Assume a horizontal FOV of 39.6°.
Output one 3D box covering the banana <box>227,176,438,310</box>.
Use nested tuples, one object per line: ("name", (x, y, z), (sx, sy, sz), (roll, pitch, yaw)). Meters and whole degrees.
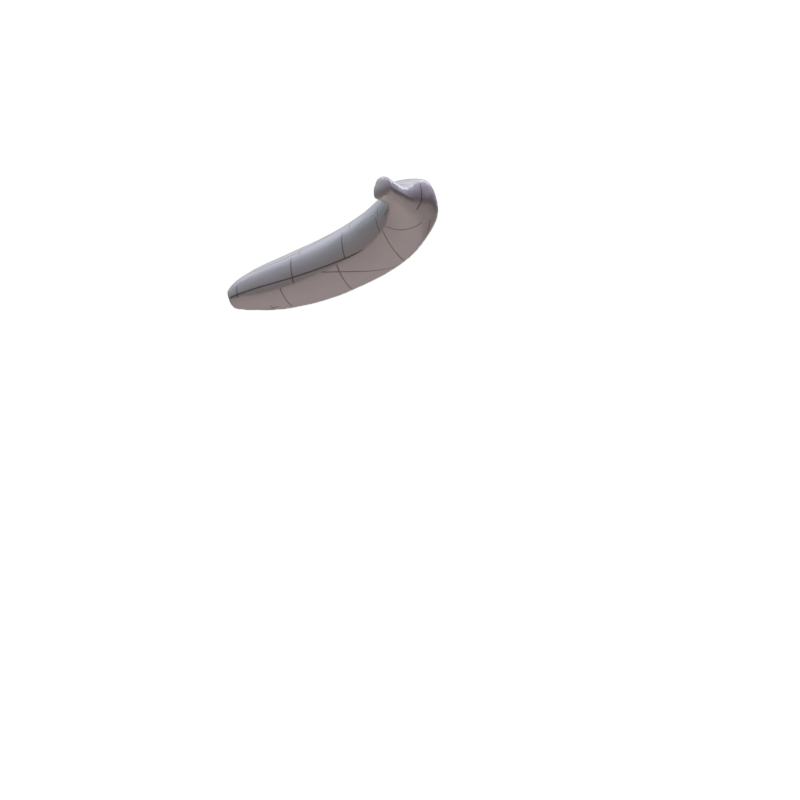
("banana", (-0.034, -0.092, 0.661), (0.066, 0.039, 0.197), (11, -21, -30))
